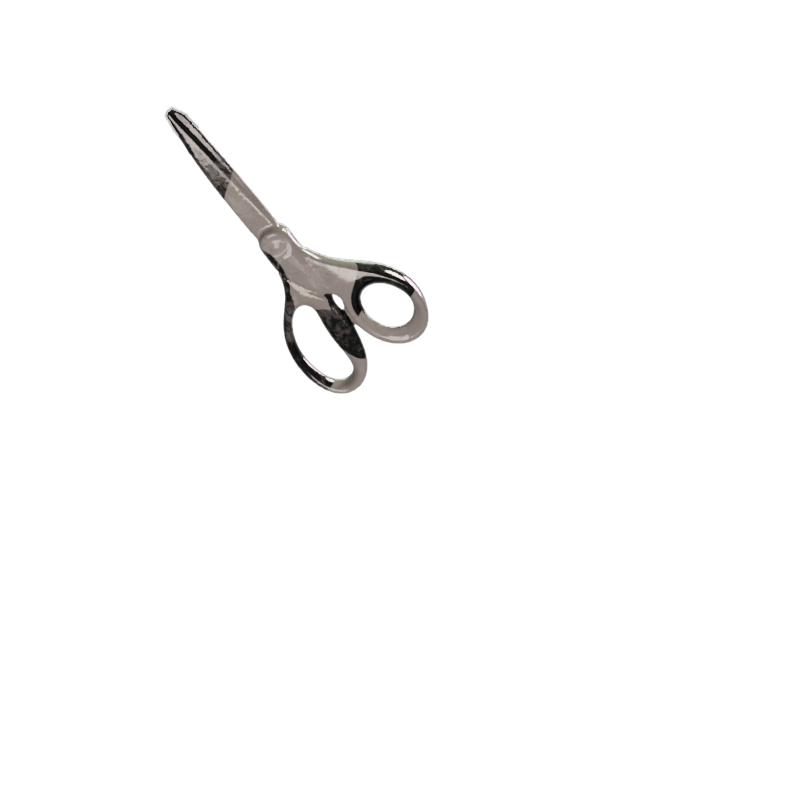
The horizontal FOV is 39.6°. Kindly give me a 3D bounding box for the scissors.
[{"bbox_3d":[-0.050,-0.090,0.632,0.097,0.189,0.017,-17,26,9],"label":"scissors"}]
